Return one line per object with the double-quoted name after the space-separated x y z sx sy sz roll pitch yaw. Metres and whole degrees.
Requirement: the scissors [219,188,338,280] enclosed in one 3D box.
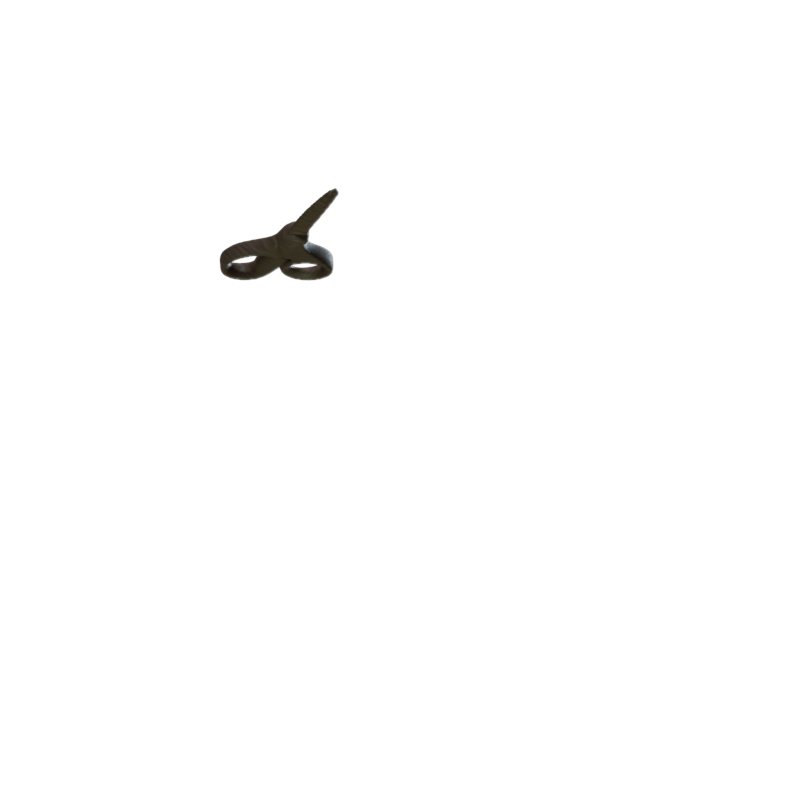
-0.063 -0.115 0.806 0.092 0.016 0.204 6 -11 -34 "scissors"
